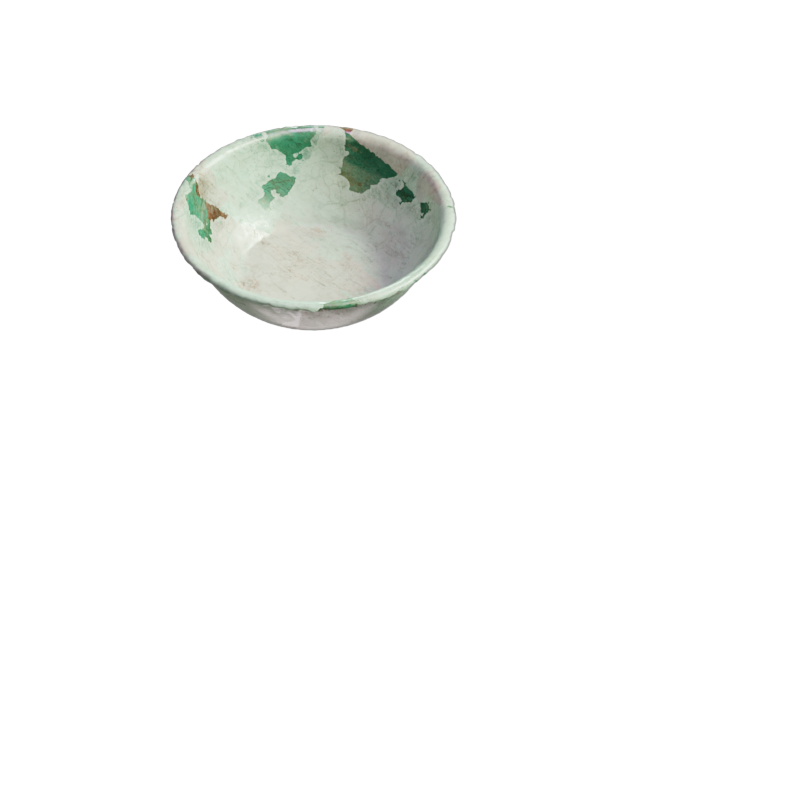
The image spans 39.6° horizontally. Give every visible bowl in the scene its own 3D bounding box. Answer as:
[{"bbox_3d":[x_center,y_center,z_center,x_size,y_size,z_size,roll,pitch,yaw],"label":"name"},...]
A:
[{"bbox_3d":[-0.051,-0.092,0.646,0.162,0.174,0.051,-1,-44,-1],"label":"bowl"}]
